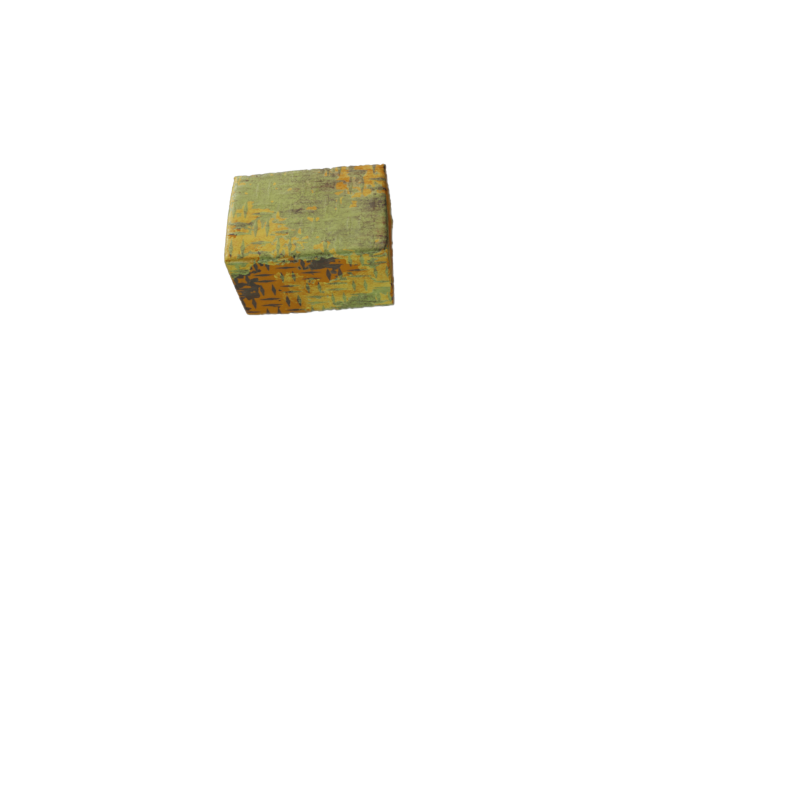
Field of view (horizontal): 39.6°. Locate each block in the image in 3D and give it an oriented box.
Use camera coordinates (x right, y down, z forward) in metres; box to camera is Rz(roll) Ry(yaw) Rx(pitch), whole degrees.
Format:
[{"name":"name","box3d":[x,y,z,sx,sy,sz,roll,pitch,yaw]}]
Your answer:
[{"name":"block","box3d":[-0.043,-0.078,0.547,0.078,0.055,0.049,-4,-30,5]}]
